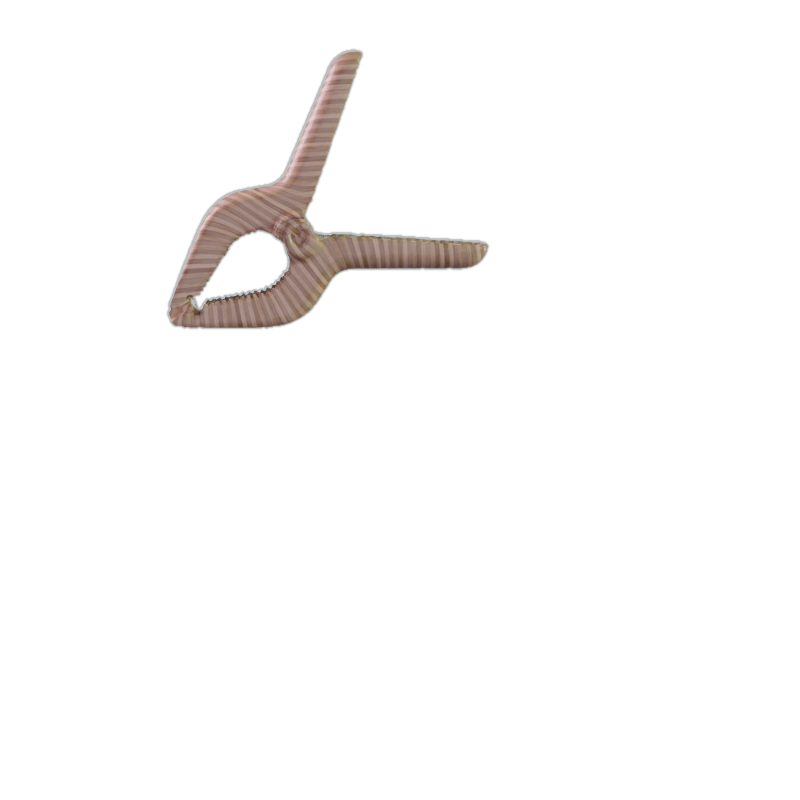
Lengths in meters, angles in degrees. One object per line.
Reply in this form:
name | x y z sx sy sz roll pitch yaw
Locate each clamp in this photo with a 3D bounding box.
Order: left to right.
clamp | -0.058 -0.105 0.737 0.210 0.163 0.037 -40 3 2
